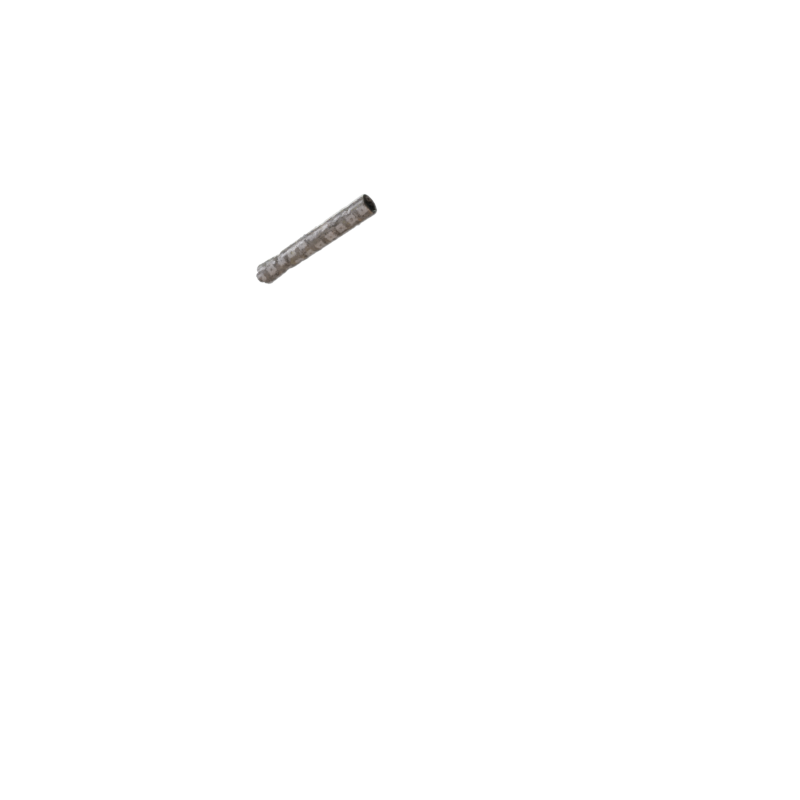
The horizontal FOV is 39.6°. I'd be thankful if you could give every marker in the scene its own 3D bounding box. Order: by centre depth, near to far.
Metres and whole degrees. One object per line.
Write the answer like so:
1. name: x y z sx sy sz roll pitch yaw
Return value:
1. marker: -0.071 -0.130 0.908 0.120 0.020 0.019 -30 -10 26
